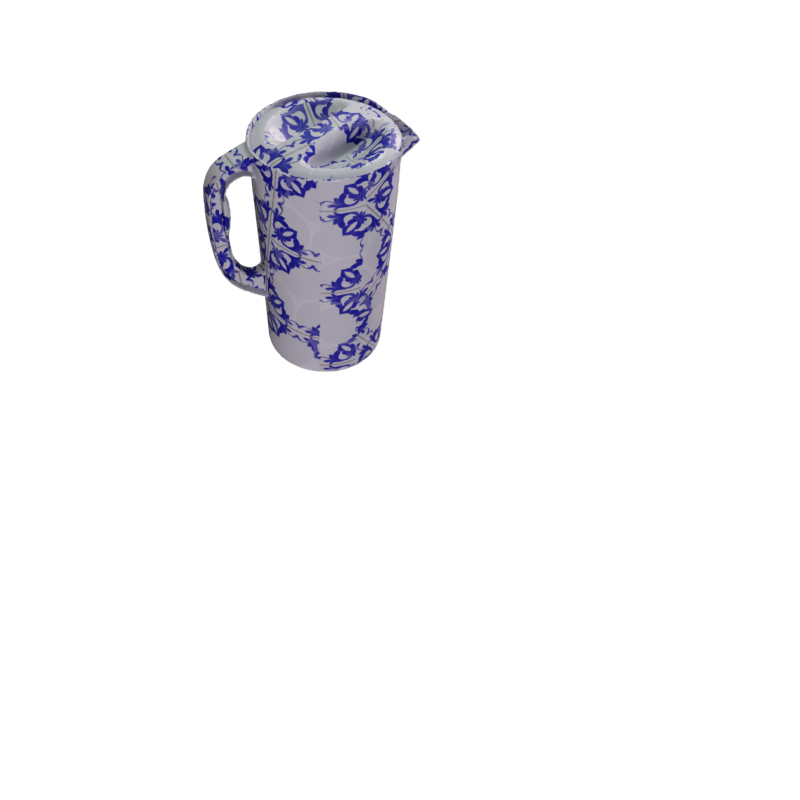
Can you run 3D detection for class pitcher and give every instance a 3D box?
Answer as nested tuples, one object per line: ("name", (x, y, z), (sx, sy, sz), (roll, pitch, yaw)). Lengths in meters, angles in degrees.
("pitcher", (-0.078, -0.142, 0.991), (0.154, 0.226, 0.150), (19, 45, 16))
